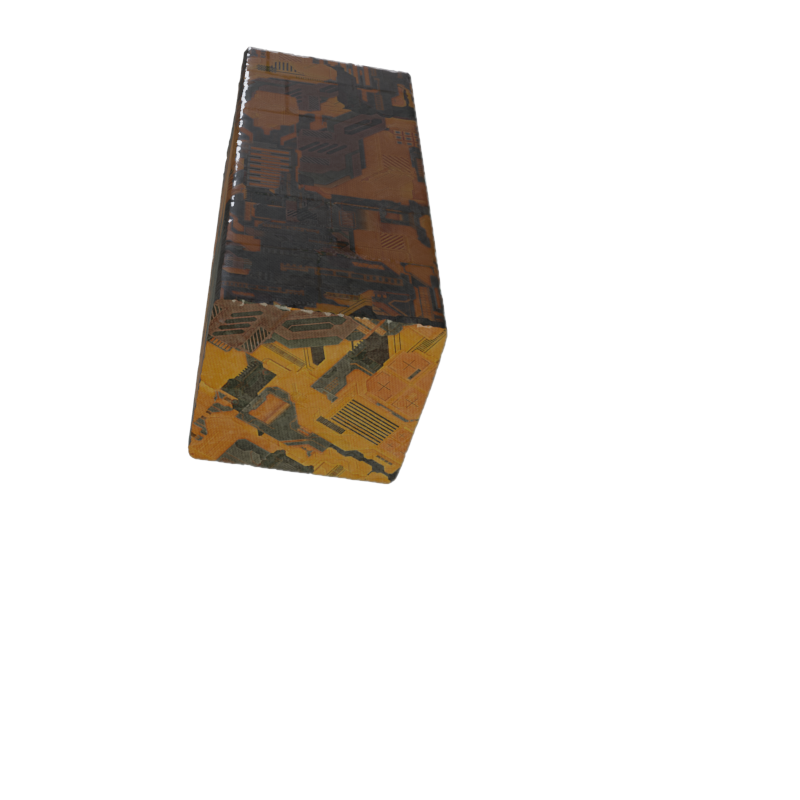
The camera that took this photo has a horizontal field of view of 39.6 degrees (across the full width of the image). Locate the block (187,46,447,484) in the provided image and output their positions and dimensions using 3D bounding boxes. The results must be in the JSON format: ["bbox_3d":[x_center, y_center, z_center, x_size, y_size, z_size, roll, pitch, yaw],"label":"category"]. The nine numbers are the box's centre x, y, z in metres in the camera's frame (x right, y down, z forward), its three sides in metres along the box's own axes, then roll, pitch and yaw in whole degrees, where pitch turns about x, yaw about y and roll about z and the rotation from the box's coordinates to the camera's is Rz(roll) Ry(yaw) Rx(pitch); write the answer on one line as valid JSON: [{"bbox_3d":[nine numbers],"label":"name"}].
[{"bbox_3d":[-0.040,-0.073,0.517,0.089,0.085,0.221,7,40,-10],"label":"block"}]
